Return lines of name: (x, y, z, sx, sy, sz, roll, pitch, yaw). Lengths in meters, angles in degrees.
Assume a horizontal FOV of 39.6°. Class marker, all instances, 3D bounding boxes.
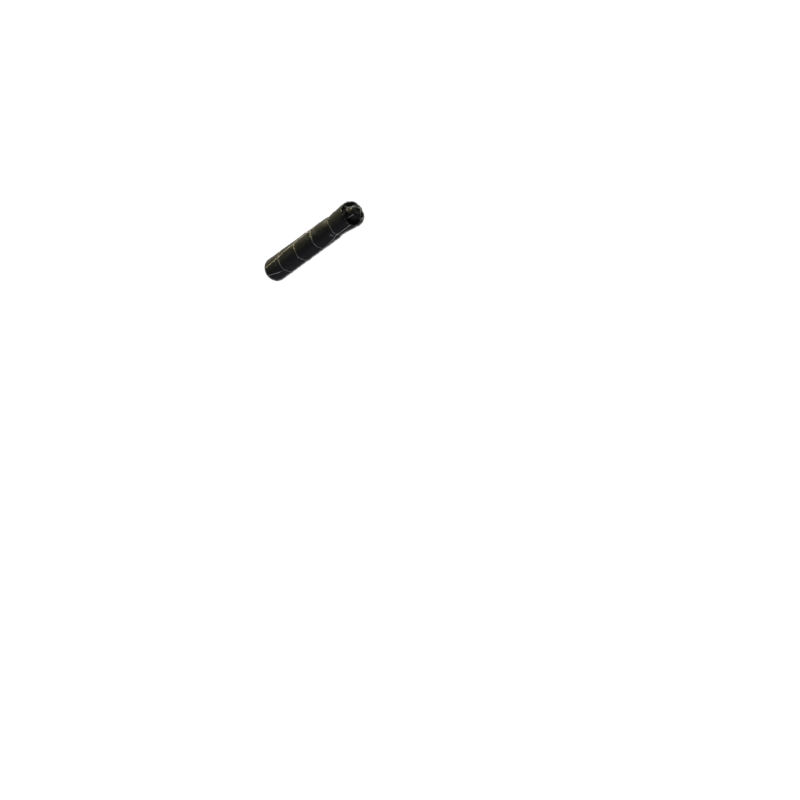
marker: (-0.062, -0.114, 0.795, 0.019, 0.020, 0.121, -2, -13, -35)
